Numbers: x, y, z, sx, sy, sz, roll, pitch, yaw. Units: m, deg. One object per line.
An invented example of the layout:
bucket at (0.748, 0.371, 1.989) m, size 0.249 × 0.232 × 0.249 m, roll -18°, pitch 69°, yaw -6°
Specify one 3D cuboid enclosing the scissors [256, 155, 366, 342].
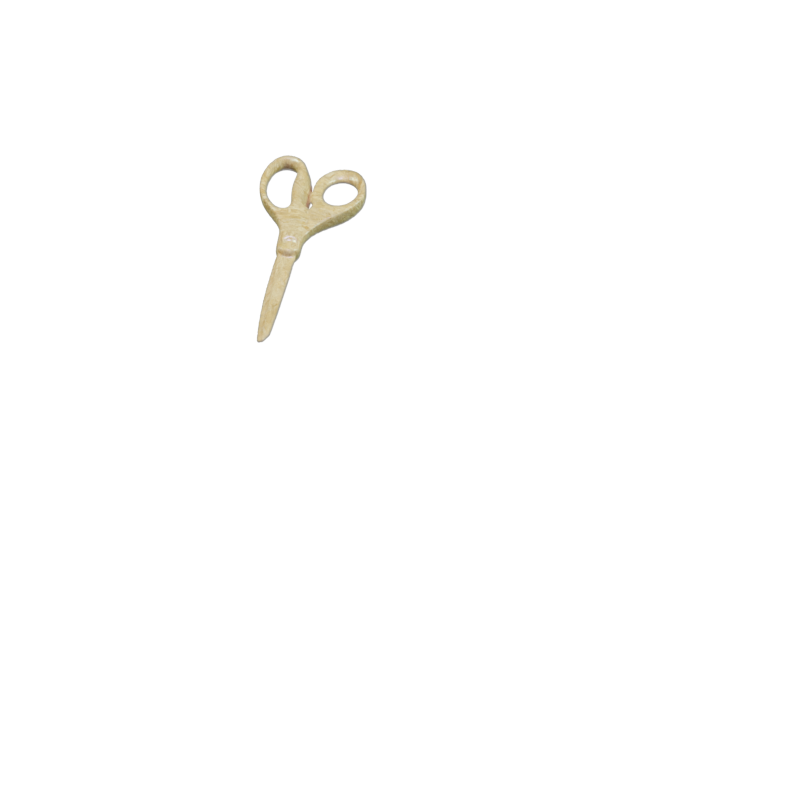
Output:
scissors at (-0.067, -0.123, 0.859) m, size 0.096 × 0.218 × 0.015 m, roll -5°, pitch -43°, yaw -5°
